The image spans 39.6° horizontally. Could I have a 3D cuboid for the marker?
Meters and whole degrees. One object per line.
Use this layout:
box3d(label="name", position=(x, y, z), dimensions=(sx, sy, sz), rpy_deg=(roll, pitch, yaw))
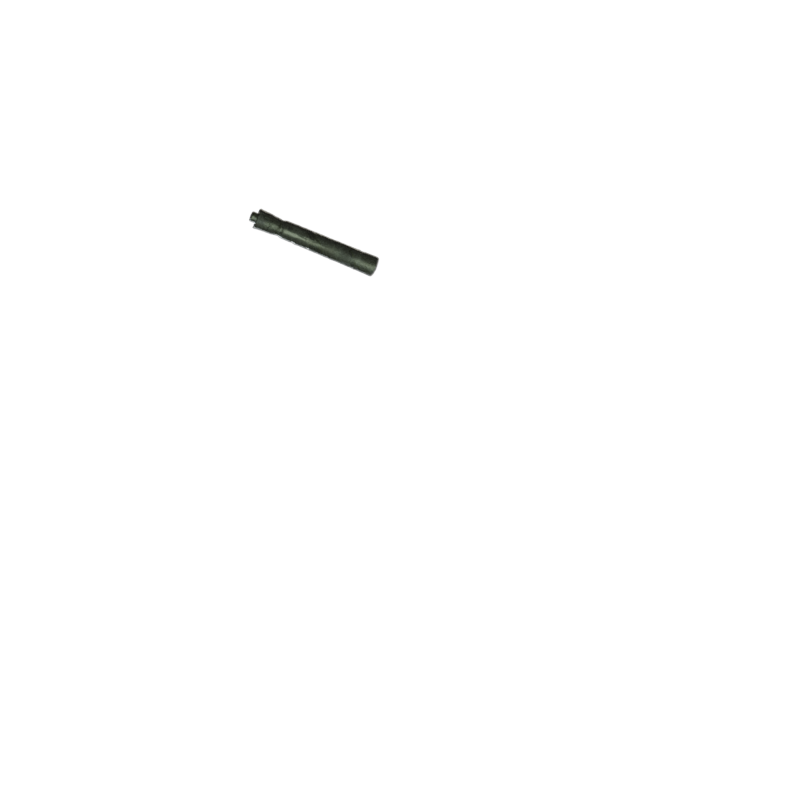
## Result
box3d(label="marker", position=(-0.077, -0.141, 0.985), dimensions=(0.119, 0.020, 0.020), rpy_deg=(21, 0, -8))
